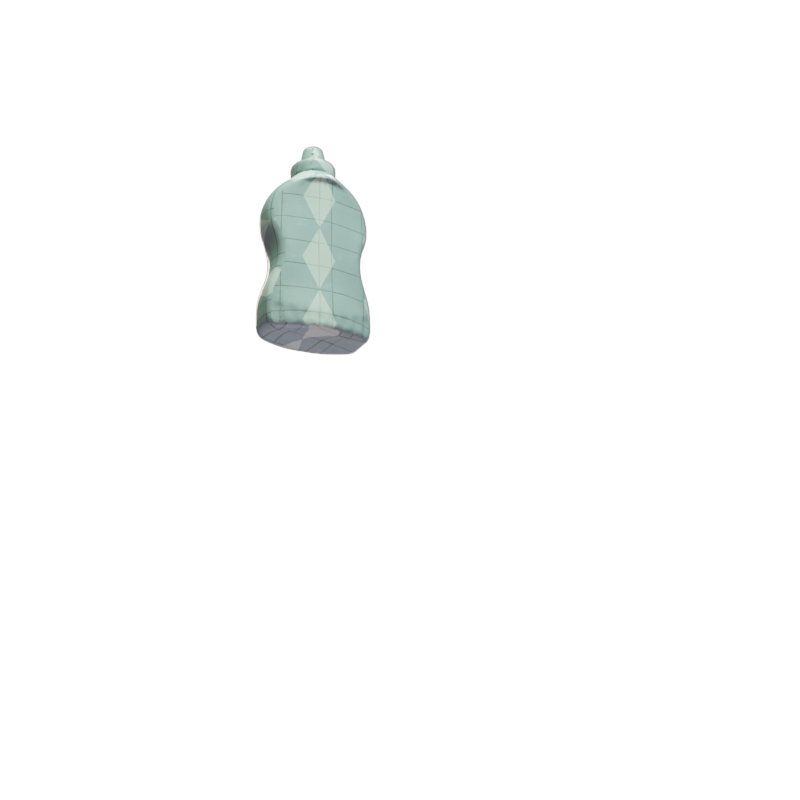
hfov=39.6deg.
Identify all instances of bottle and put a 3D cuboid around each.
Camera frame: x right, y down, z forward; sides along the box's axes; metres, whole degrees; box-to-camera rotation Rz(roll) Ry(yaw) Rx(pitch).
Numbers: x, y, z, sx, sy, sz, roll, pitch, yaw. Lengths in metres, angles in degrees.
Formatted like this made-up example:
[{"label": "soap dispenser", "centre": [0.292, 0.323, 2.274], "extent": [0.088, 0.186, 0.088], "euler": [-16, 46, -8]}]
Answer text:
[{"label": "bottle", "centre": [-0.077, -0.139, 0.976], "extent": [0.093, 0.203, 0.057], "euler": [9, -28, -20]}]
